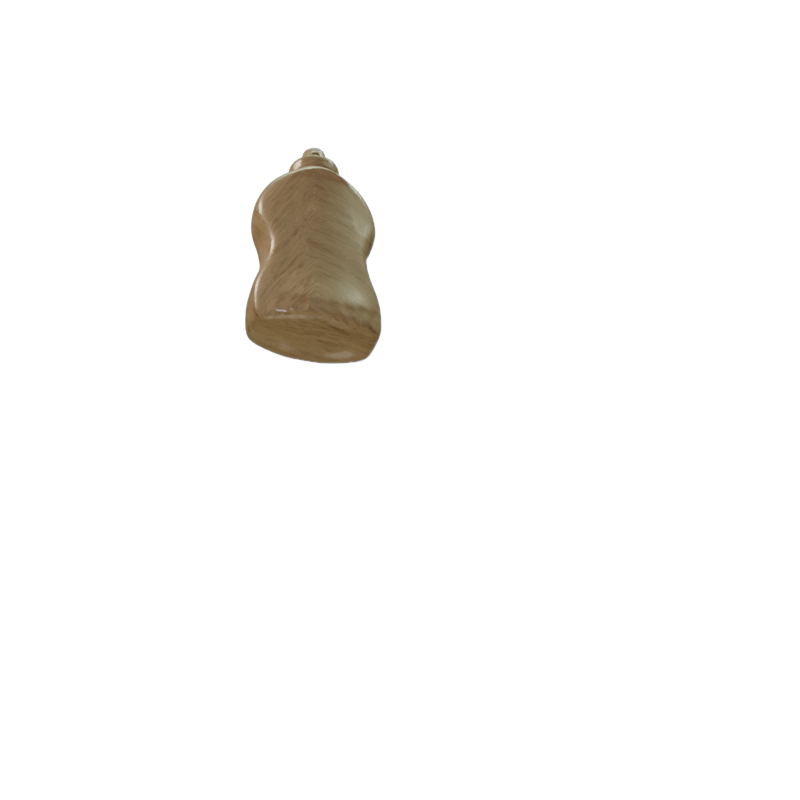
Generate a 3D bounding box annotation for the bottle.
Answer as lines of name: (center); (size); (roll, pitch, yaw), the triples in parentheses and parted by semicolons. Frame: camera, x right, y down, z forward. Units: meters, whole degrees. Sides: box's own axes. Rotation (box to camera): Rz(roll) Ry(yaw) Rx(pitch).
bottle: (-0.066, -0.121, 0.848); (0.094, 0.206, 0.055); (8, -40, -13)
